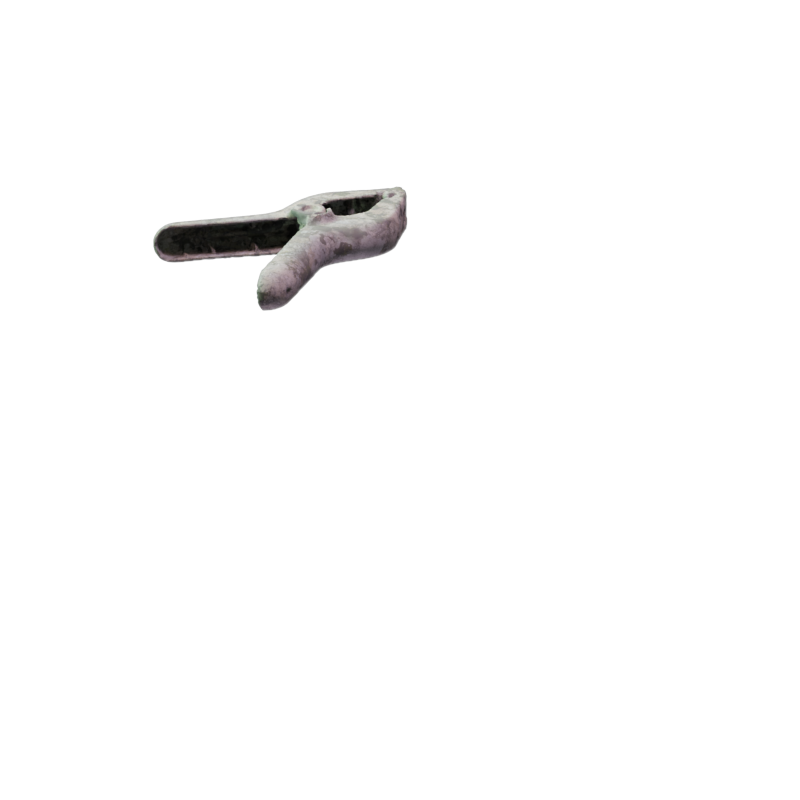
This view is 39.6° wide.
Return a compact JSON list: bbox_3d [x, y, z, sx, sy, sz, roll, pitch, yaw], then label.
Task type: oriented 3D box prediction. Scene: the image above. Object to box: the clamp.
[{"bbox_3d":[-0.054,-0.099,0.692,0.169,0.037,0.129,-20,38,-28],"label":"clamp"}]
